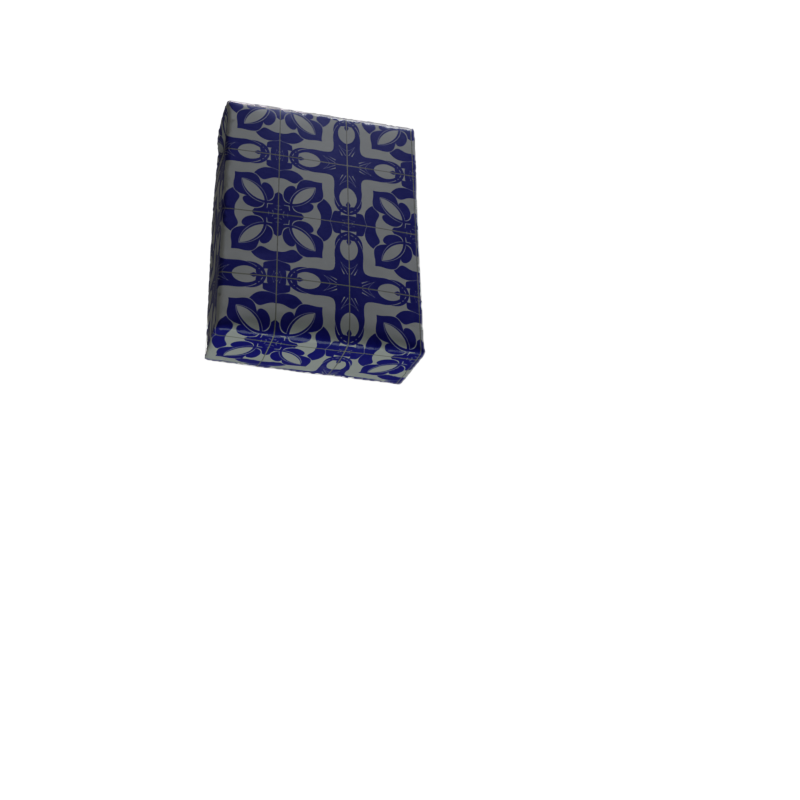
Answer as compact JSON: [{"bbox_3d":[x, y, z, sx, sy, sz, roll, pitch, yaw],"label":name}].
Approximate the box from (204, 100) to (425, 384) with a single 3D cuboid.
[{"bbox_3d":[-0.070,-0.129,0.900,0.161,0.227,0.069,6,-30,-14],"label":"box"}]
